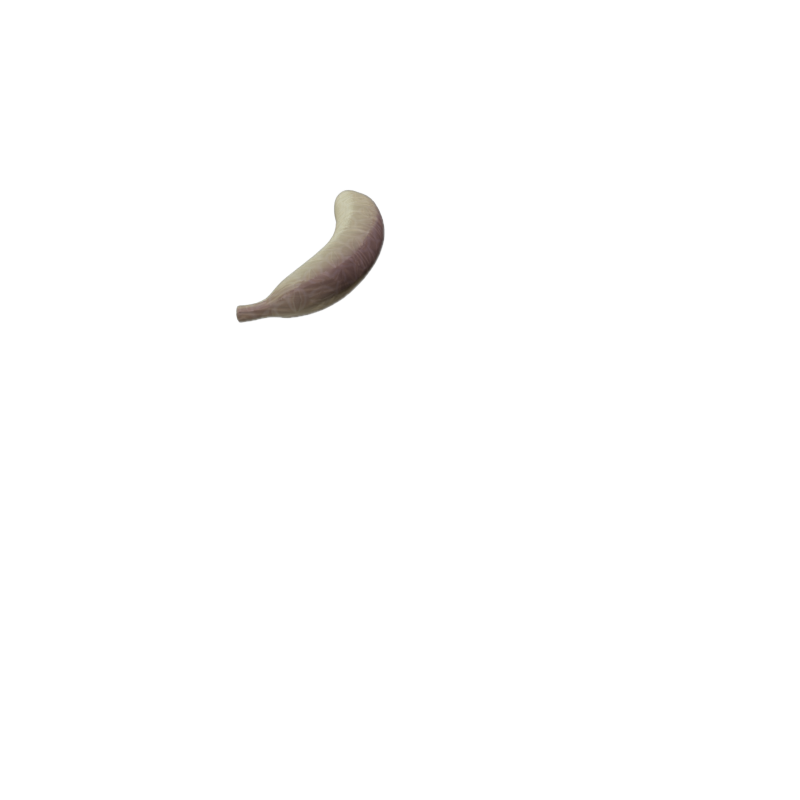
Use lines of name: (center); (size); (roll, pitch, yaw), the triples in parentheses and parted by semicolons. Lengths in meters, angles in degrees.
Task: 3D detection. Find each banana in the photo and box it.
banana: (-0.048, -0.111, 0.810); (0.072, 0.034, 0.204); (11, 34, 16)
